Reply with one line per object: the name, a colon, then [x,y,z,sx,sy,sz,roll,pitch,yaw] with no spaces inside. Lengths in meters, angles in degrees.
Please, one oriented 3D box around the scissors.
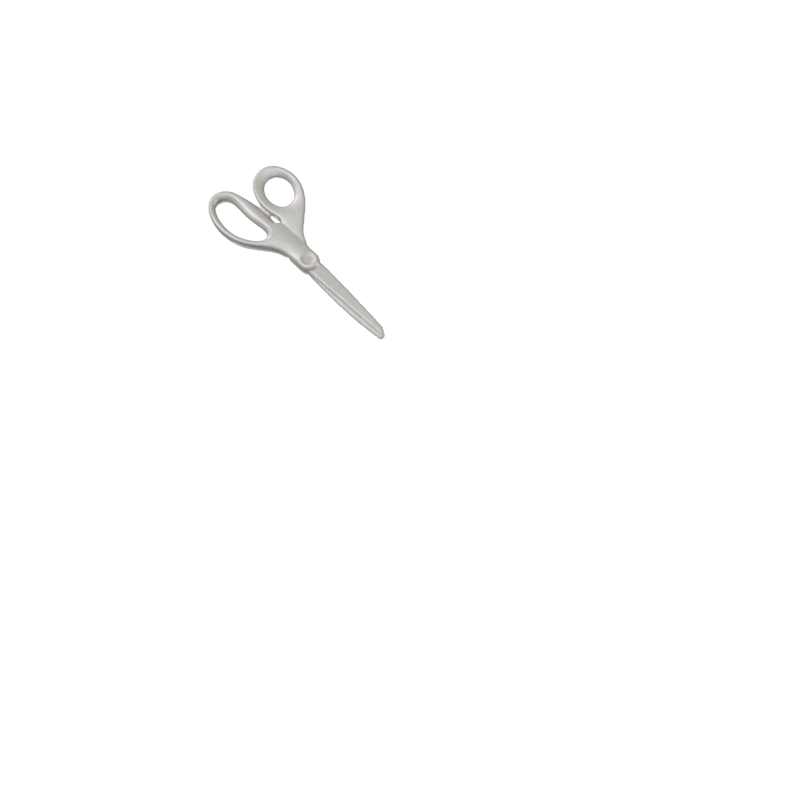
scissors: [-0.078,-0.141,0.990,0.208,0.099,0.015,30,-22,14]
